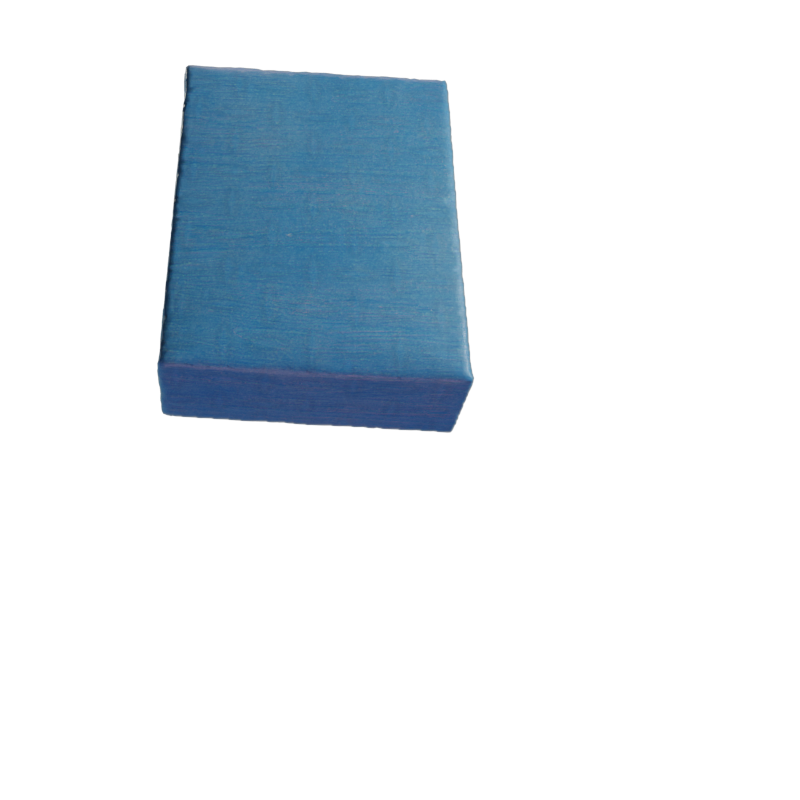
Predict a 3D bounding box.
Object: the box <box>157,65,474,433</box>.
[{"bbox_3d":[-0.051,-0.092,0.647,0.163,0.229,0.068,2,-34,-6],"label":"box"}]
